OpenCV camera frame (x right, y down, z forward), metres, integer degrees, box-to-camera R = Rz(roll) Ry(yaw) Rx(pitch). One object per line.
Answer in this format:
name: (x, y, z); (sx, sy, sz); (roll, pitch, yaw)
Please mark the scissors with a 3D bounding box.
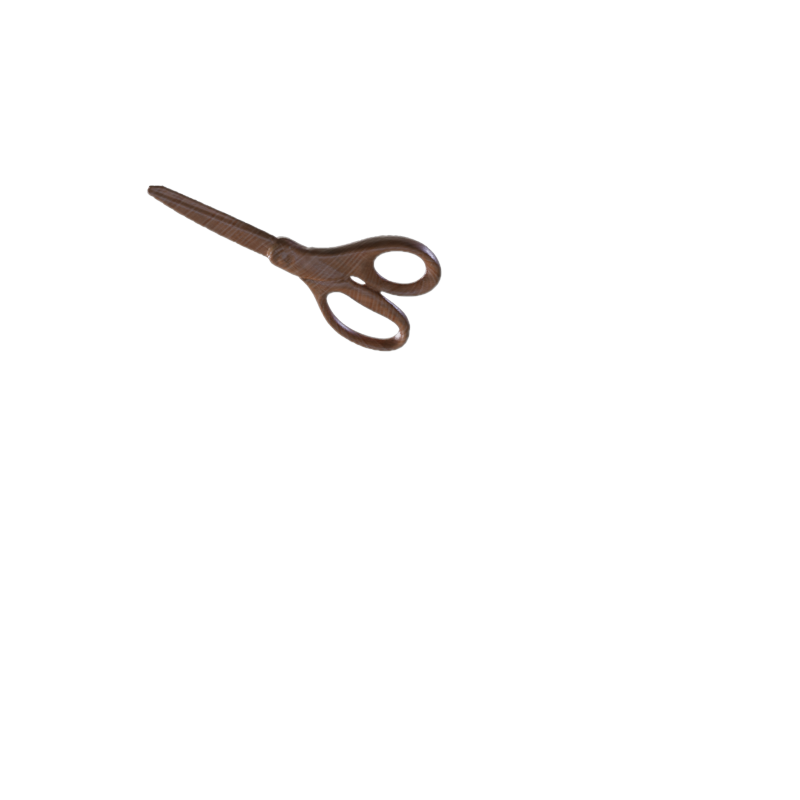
scissors: (-0.056, -0.102, 0.713); (0.095, 0.017, 0.191); (-39, -63, 24)
